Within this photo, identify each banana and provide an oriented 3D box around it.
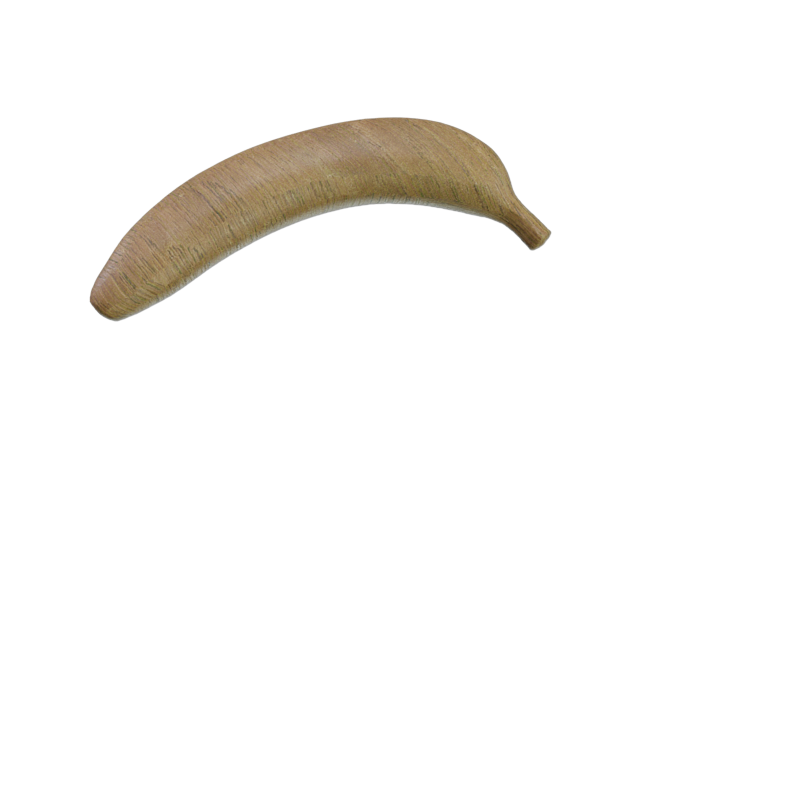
[{"bbox_3d":[-0.037,-0.084,0.474,0.197,0.074,0.035,-11,-26,-6],"label":"banana"}]
